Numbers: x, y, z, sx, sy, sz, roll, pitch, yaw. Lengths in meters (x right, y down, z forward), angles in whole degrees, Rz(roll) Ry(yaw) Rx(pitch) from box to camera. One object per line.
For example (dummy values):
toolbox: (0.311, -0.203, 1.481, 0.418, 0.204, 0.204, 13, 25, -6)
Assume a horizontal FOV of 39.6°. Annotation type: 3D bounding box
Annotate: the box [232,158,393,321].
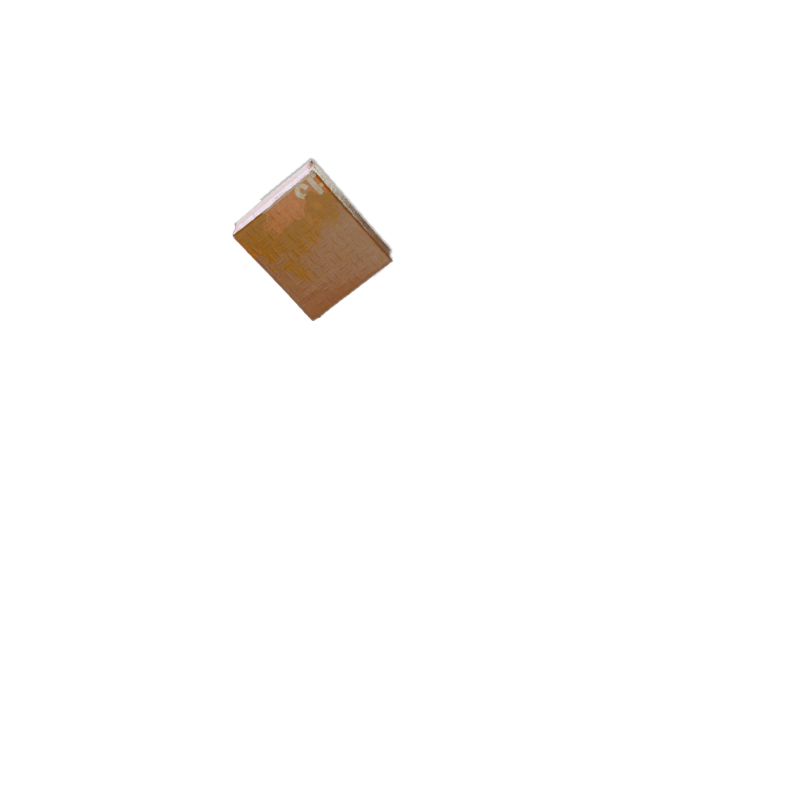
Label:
box: (-0.060, -0.110, 0.770, 0.073, 0.086, 0.032, -38, 18, 14)
